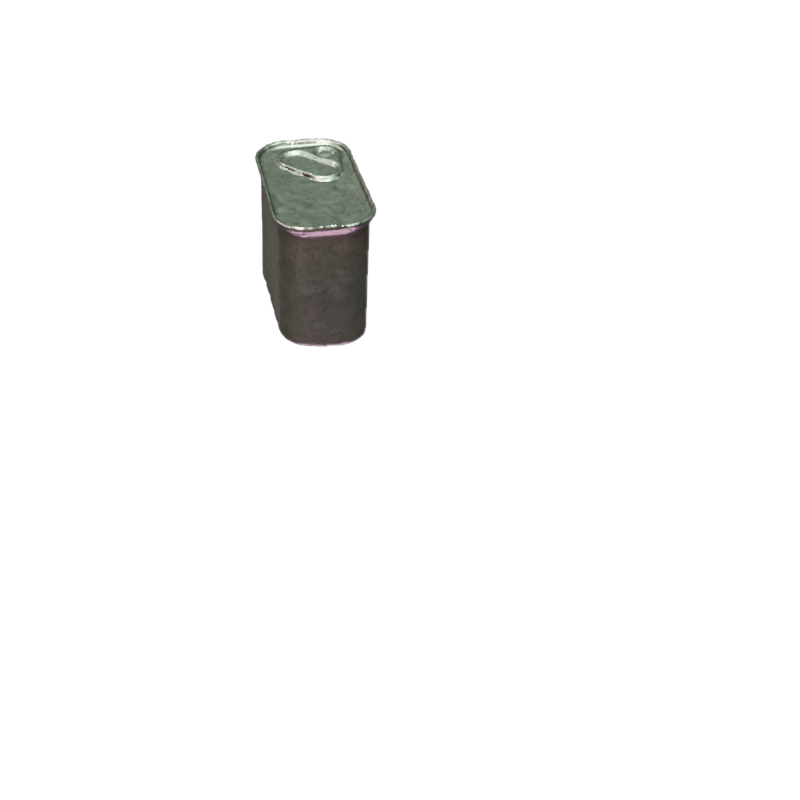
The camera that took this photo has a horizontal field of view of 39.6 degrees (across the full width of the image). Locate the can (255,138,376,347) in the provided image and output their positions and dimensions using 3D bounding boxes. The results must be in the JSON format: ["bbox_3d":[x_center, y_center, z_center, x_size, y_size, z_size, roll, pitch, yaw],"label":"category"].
[{"bbox_3d":[-0.051,-0.093,0.649,0.057,0.078,0.110,-6,38,-11],"label":"can"}]
